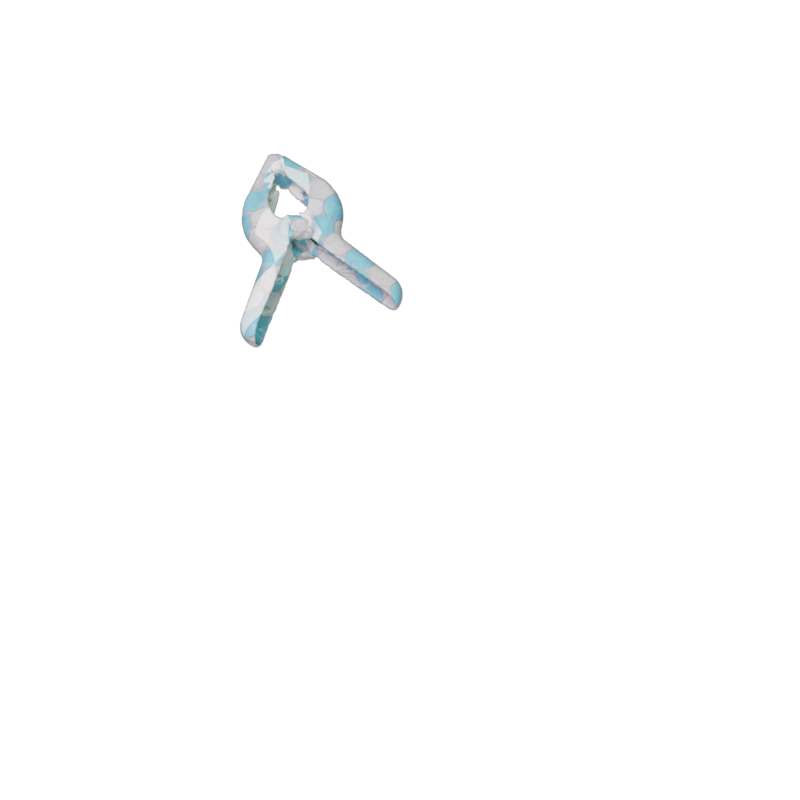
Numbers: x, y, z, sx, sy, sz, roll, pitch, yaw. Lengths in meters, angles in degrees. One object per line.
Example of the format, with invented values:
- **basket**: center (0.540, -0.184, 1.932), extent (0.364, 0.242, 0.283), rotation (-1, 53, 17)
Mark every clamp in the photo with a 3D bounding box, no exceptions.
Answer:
- **clamp**: center (-0.066, -0.121, 0.848), extent (0.119, 0.184, 0.037), rotation (-6, -33, -4)
